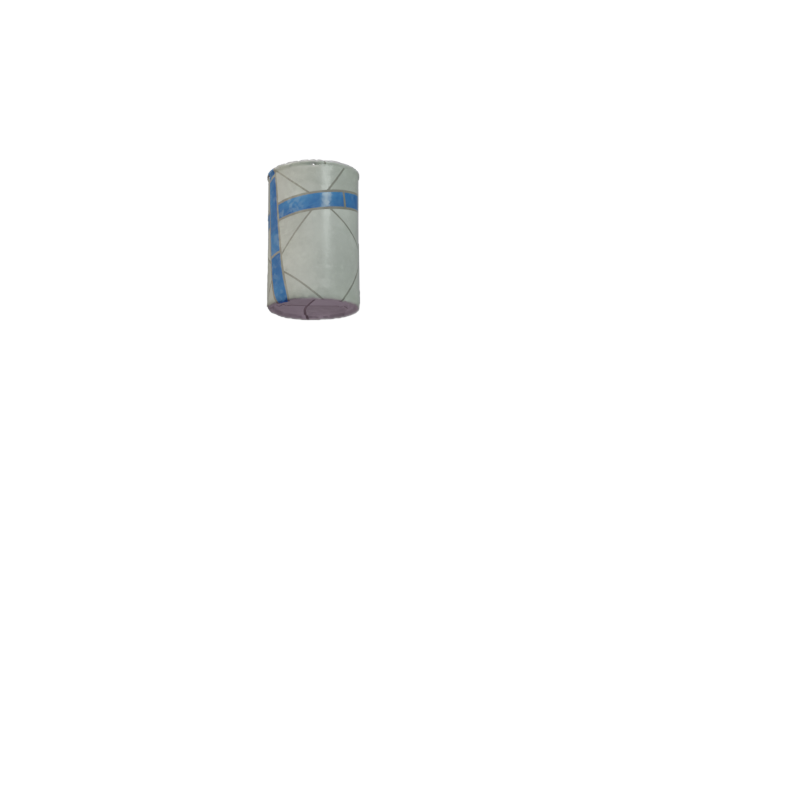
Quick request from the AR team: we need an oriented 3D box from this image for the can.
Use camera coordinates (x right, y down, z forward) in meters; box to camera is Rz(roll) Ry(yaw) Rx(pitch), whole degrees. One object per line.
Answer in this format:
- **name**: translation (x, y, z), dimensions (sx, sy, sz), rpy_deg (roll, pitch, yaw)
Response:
- **can**: translation (-0.063, -0.115, 0.802), dimensions (0.068, 0.106, 0.066), rpy_deg (0, -15, -2)
